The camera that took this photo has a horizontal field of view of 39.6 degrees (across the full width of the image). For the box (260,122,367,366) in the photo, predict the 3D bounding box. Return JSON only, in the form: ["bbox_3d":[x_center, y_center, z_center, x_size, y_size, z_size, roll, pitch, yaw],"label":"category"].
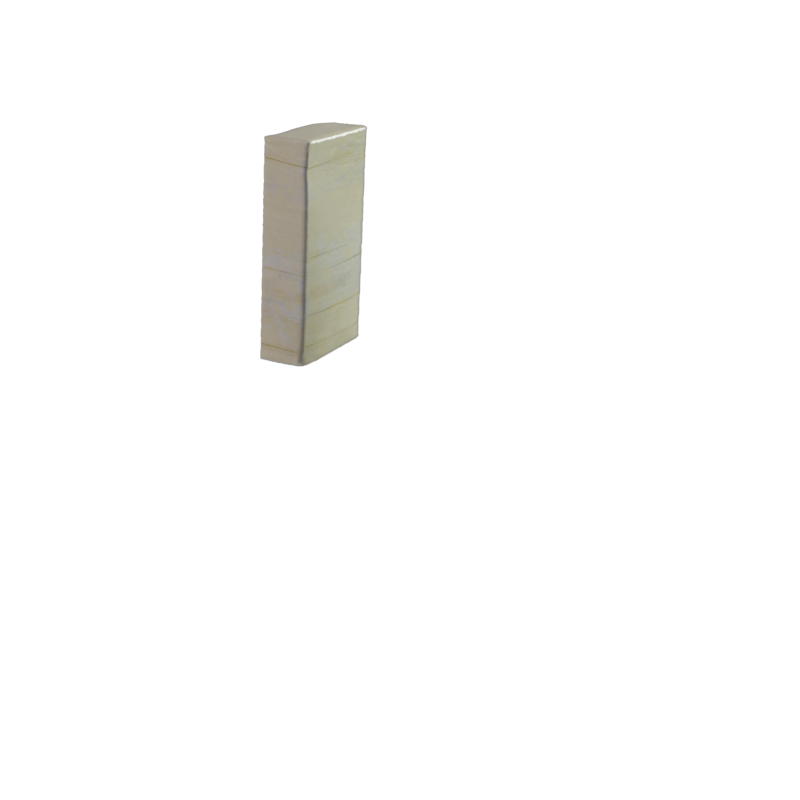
[{"bbox_3d":[-0.067,-0.123,0.859,0.050,0.170,0.093,8,17,26],"label":"box"}]
